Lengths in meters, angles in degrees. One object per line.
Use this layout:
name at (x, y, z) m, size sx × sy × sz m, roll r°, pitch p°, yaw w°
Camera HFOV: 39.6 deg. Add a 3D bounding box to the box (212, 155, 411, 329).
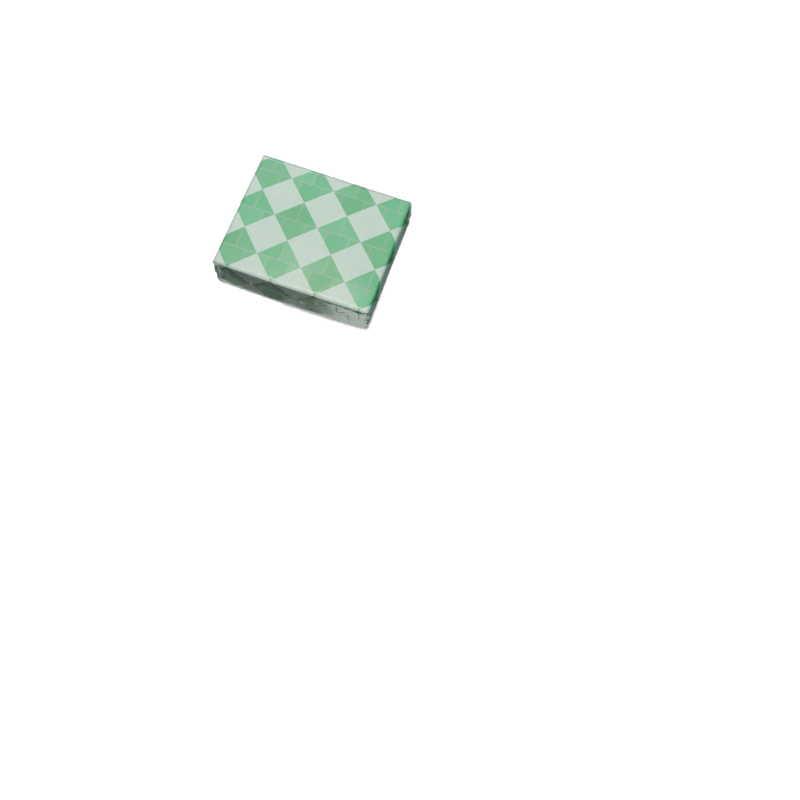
box at (-0.059, -0.108, 0.759) m, size 0.115 × 0.093 × 0.037 m, roll 19°, pitch -22°, yaw 8°
